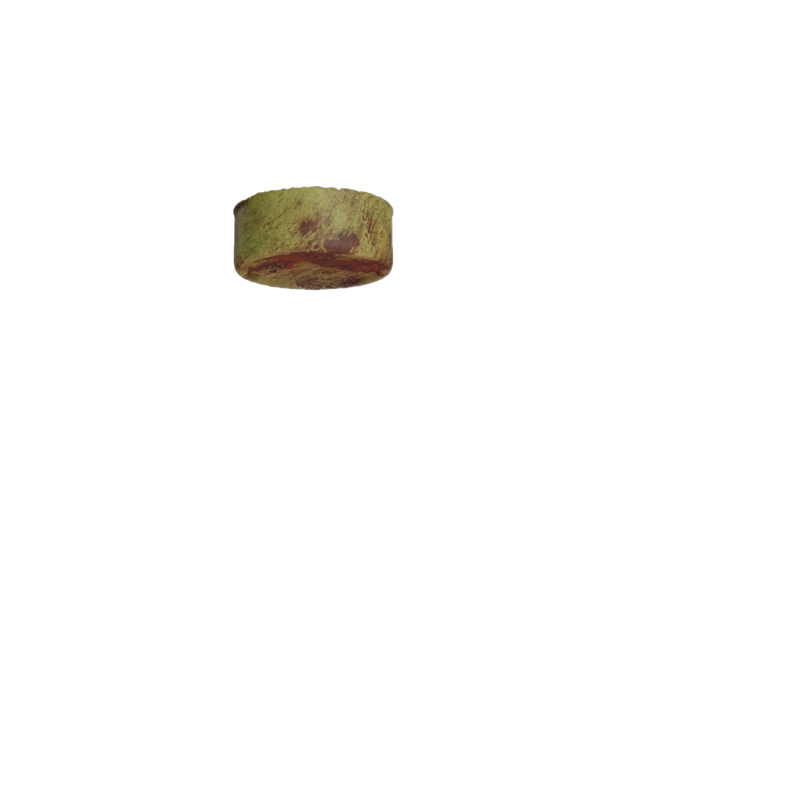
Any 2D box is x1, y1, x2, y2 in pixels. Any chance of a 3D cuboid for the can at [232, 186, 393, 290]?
[{"bbox_3d":[-0.046,-0.084,0.588,0.086,0.035,0.083,0,-10,-2],"label":"can"}]
